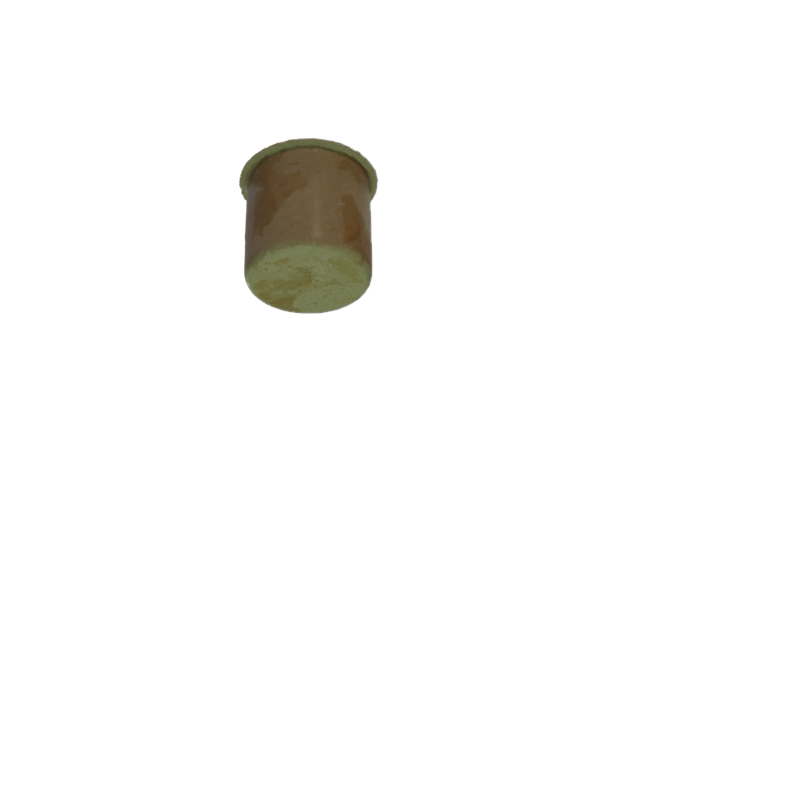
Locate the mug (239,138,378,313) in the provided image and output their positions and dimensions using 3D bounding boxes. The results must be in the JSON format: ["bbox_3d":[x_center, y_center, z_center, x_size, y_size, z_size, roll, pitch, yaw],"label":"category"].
[{"bbox_3d":[-0.057,-0.104,0.729,0.094,0.087,0.108,-8,-32,11],"label":"mug"}]
